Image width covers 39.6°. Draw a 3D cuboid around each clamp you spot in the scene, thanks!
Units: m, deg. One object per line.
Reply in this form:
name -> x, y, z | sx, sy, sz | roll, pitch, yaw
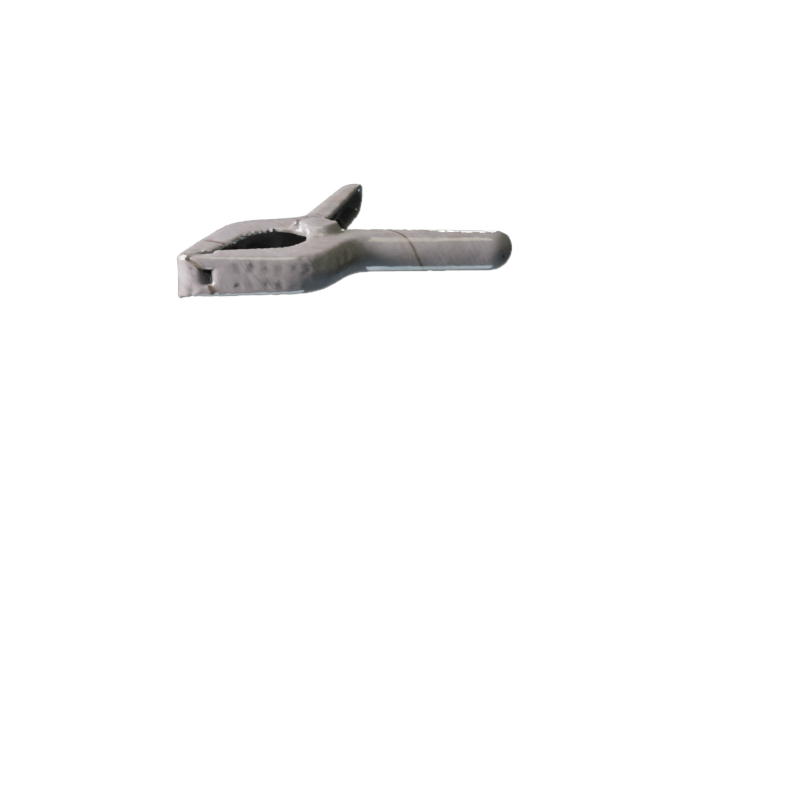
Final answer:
clamp -> -0.057, -0.104, 0.728 | 0.206, 0.035, 0.176 | -14, 28, -29
